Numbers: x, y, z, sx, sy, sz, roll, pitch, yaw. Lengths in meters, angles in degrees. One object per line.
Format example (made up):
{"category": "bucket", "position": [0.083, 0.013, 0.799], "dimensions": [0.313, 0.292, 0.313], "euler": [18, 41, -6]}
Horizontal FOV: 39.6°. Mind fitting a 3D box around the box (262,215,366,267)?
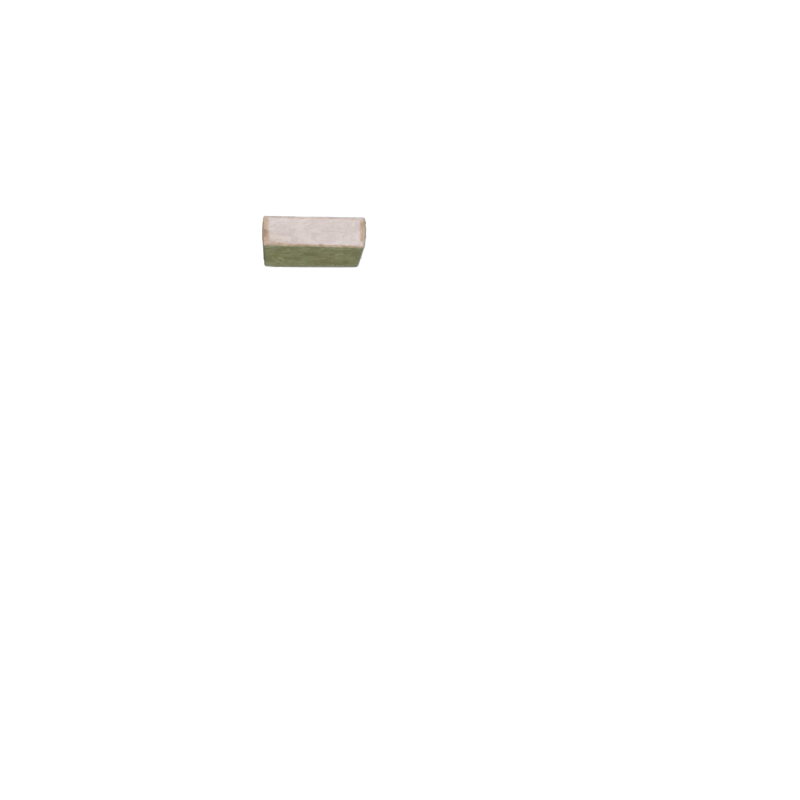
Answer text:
{"category": "box", "position": [-0.076, -0.139, 0.976], "dimensions": [0.089, 0.031, 0.071], "euler": [0, -9, -3]}
